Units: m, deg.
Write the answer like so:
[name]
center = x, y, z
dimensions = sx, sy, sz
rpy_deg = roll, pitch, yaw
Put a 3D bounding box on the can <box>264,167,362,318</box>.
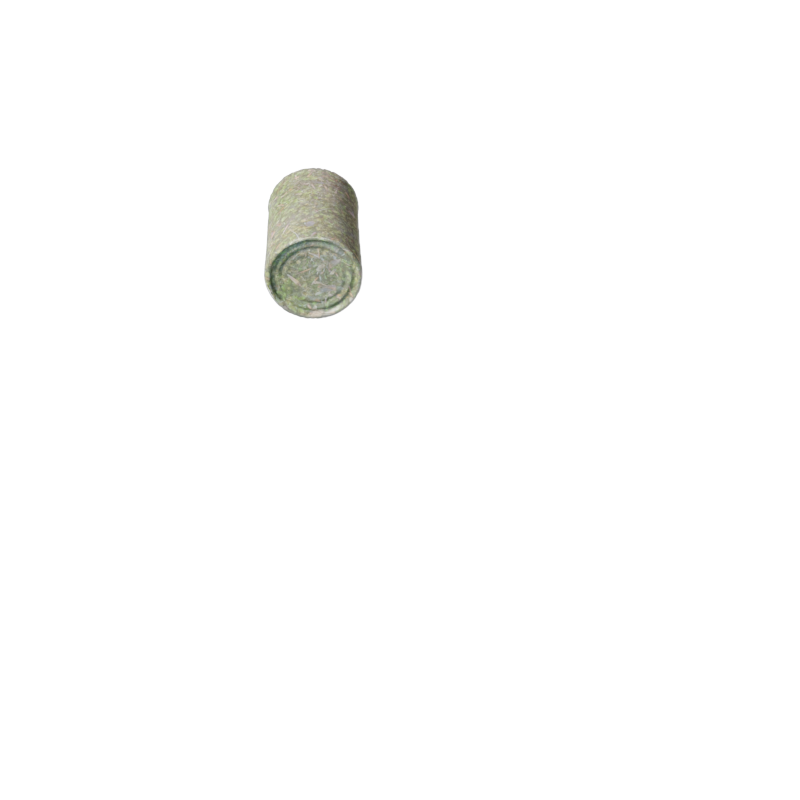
[can]
center = -0.062, -0.113, 0.790
dimensions = 0.068, 0.064, 0.109
rpy_deg = -1, 35, -3
